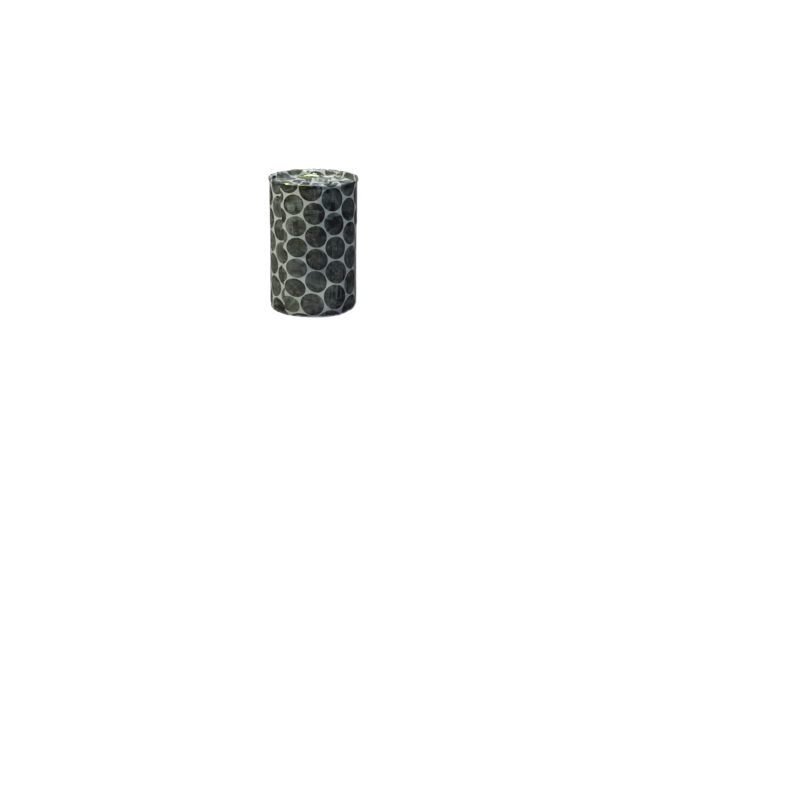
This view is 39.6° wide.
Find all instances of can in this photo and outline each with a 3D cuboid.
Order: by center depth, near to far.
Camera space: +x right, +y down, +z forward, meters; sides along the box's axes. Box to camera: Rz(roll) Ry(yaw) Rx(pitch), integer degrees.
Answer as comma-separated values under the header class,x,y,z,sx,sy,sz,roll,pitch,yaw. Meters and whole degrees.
class,x,y,z,sx,sy,sz,roll,pitch,yaw
can,-0.066,-0.121,0.847,0.068,0.099,0.071,0,16,-2
